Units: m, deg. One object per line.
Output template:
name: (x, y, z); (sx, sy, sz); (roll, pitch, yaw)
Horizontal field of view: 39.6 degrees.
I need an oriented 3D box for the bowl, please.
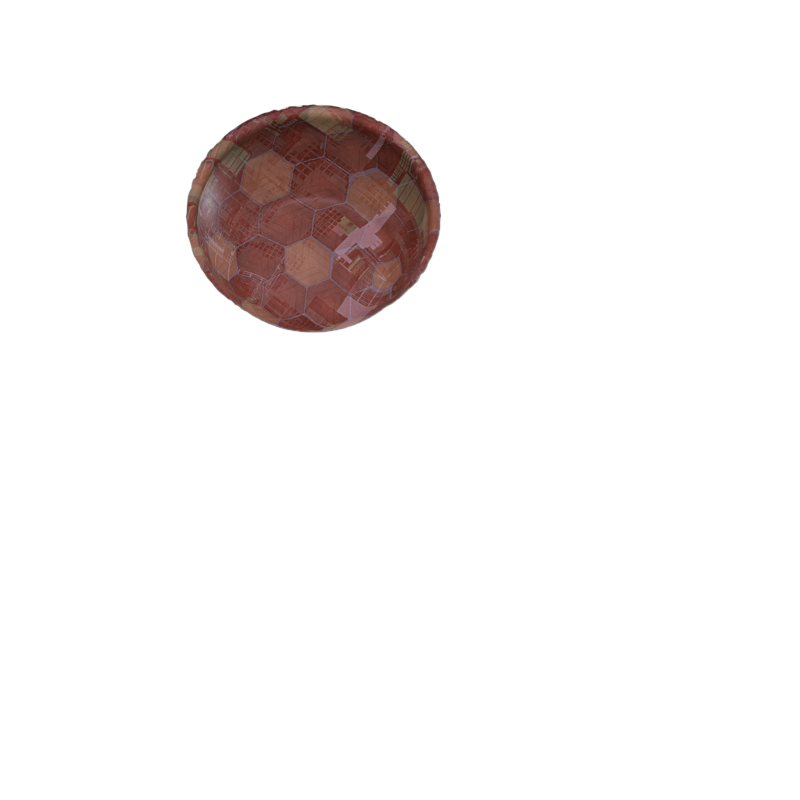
bowl: (-0.053, -0.097, 0.682); (0.162, 0.152, 0.059); (1, 32, -1)
